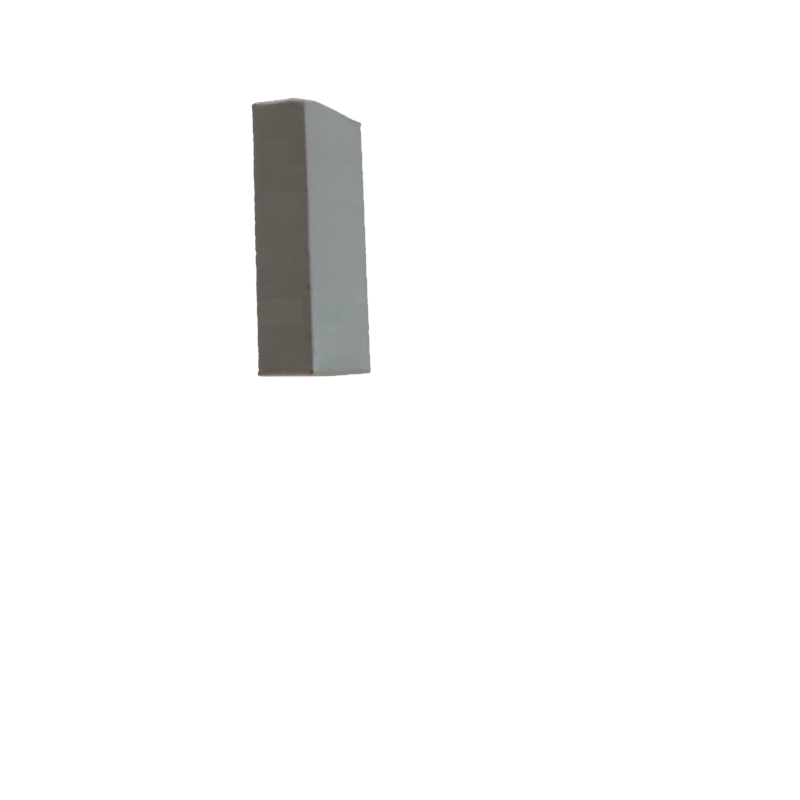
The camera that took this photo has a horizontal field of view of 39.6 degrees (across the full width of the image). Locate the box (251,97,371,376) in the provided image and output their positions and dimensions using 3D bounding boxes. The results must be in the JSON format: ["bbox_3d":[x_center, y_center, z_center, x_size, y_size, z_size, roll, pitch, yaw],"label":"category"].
[{"bbox_3d":[-0.057,-0.105,0.734,0.049,0.178,0.090,-2,-4,23],"label":"box"}]
